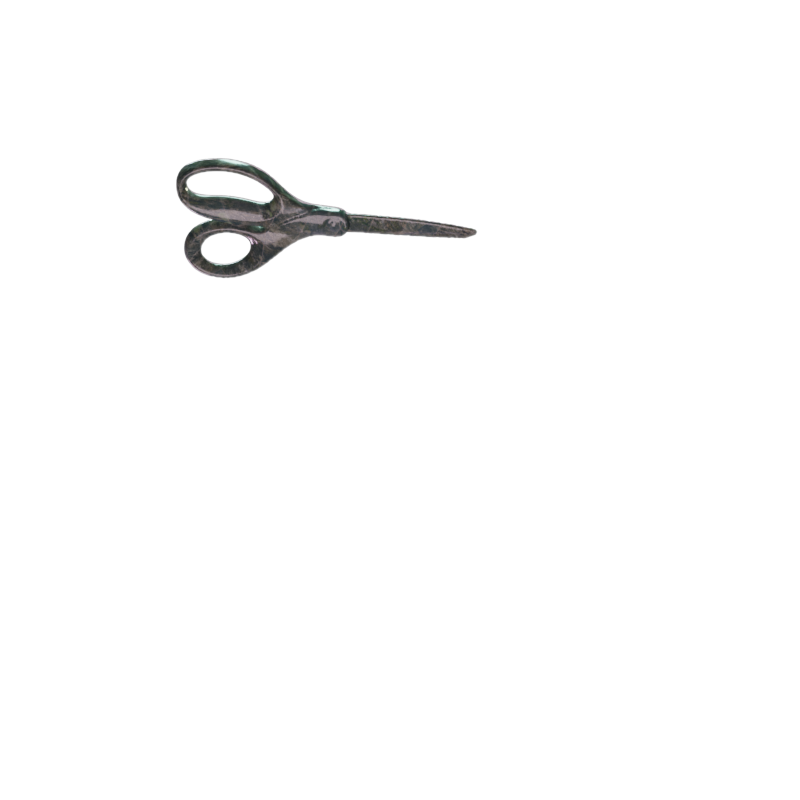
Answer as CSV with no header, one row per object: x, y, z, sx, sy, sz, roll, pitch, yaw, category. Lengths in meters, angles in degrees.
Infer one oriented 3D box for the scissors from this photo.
-0.059,-0.107,0.752,0.197,0.092,0.017,17,33,-12,scissors
